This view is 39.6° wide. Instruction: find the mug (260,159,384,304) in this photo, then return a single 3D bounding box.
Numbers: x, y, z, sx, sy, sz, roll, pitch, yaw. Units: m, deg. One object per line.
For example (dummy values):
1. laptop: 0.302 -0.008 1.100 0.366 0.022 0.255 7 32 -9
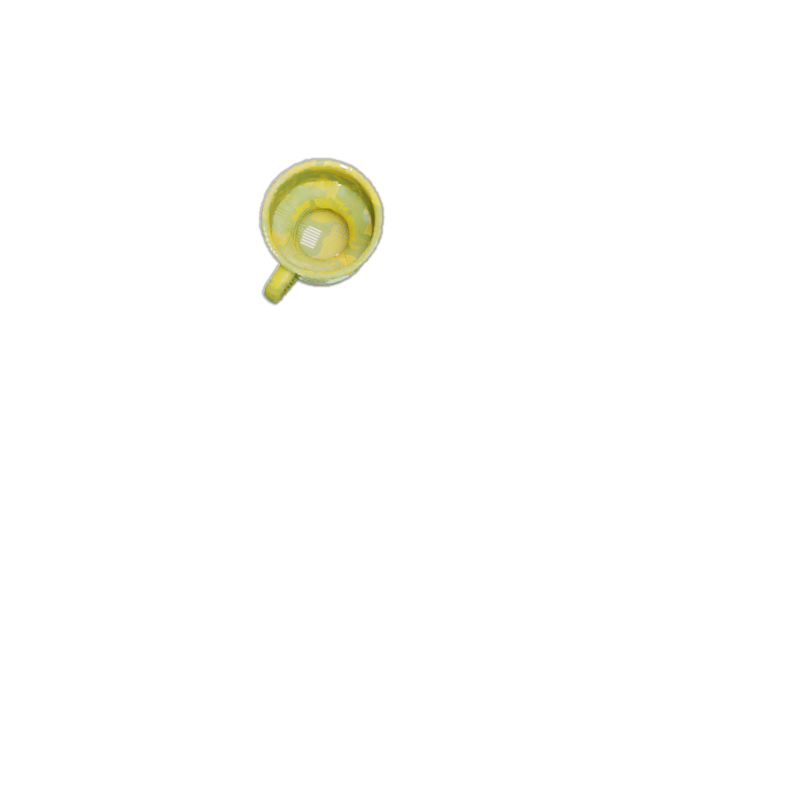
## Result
1. mug: -0.068 -0.124 0.871 0.094 0.118 0.080 32 -8 2
